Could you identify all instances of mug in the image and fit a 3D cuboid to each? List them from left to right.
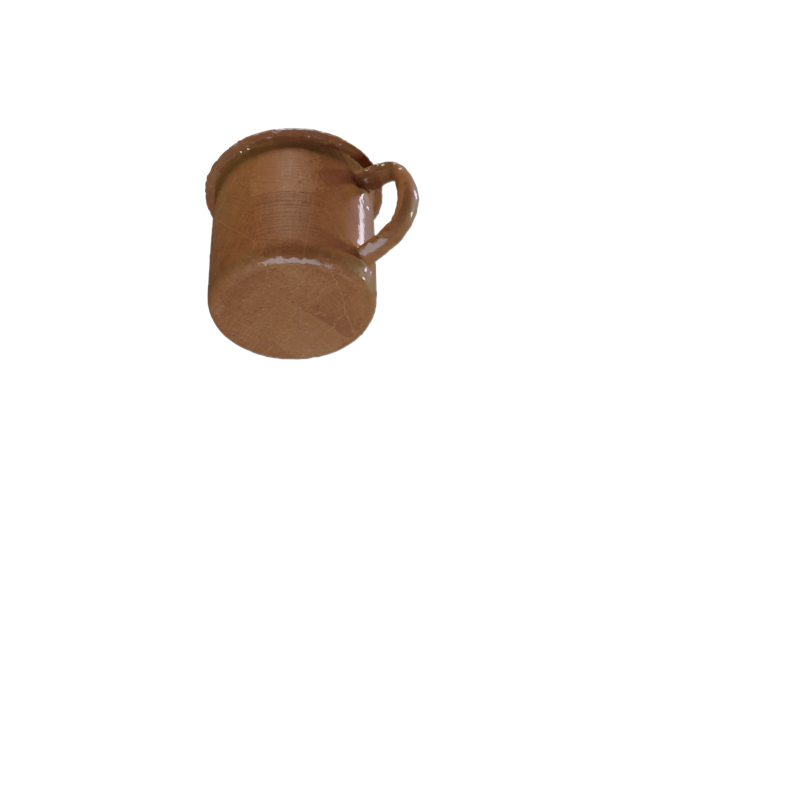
[{"bbox_3d":[-0.043,-0.078,0.548,0.118,0.087,0.086,-20,-43,22],"label":"mug"}]
